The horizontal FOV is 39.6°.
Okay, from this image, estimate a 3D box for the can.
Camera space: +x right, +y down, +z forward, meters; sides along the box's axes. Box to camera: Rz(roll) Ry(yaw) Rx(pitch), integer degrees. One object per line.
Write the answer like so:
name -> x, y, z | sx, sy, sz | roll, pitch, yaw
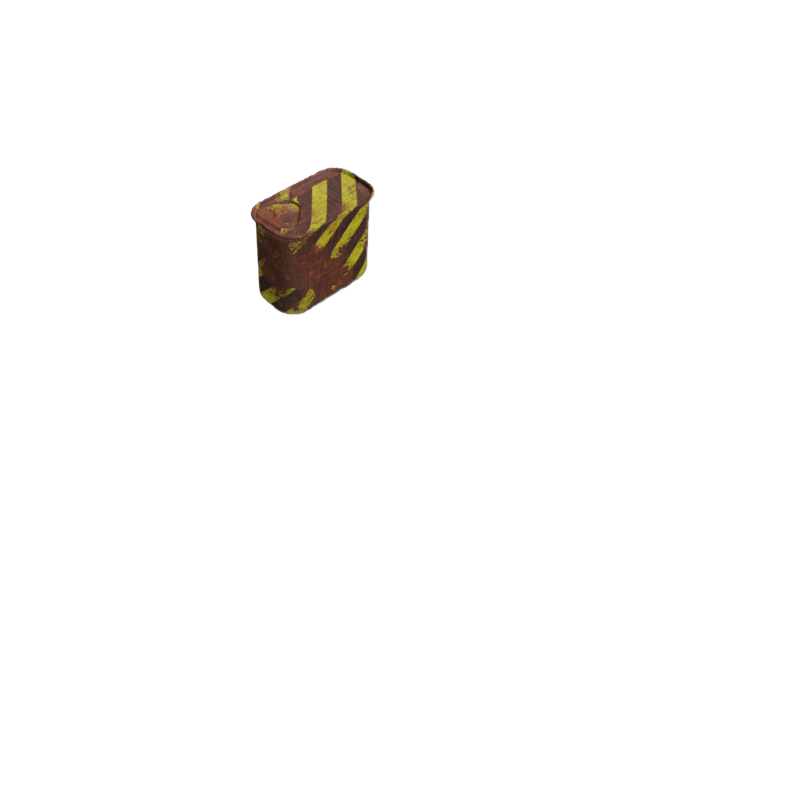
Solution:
can -> -0.071, -0.130, 0.909 | 0.102, 0.078, 0.061 | -33, 53, -32
